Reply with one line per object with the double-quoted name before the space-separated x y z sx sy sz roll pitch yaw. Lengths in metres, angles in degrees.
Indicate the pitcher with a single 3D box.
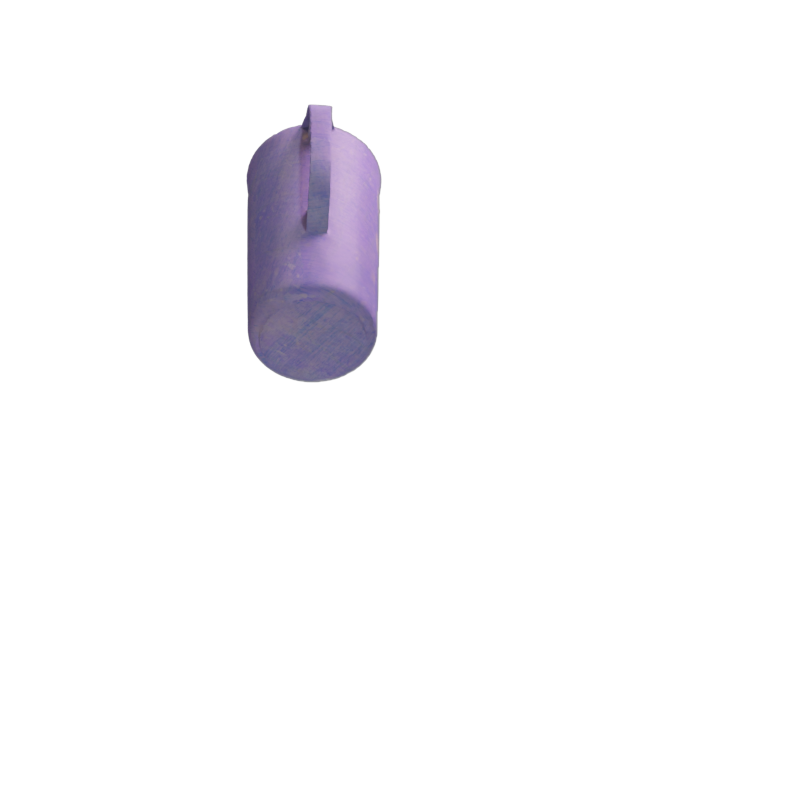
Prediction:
"pitcher" -0.078 -0.143 1.000 0.144 0.261 0.139 -32 -54 23
